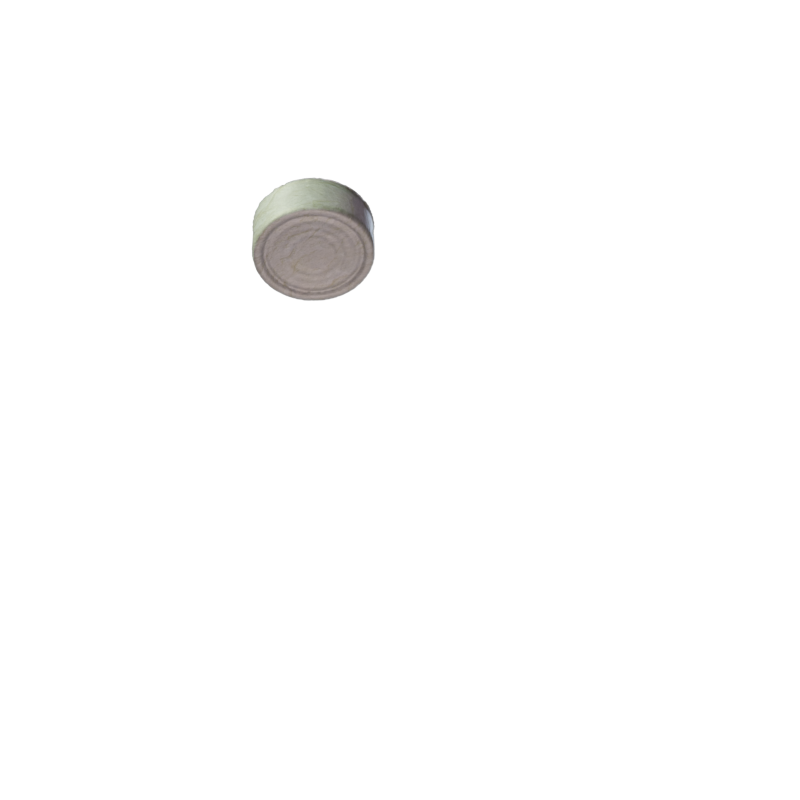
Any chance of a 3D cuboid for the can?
[{"bbox_3d":[-0.060,-0.110,0.769,0.086,0.080,0.036,1,43,-1],"label":"can"}]
